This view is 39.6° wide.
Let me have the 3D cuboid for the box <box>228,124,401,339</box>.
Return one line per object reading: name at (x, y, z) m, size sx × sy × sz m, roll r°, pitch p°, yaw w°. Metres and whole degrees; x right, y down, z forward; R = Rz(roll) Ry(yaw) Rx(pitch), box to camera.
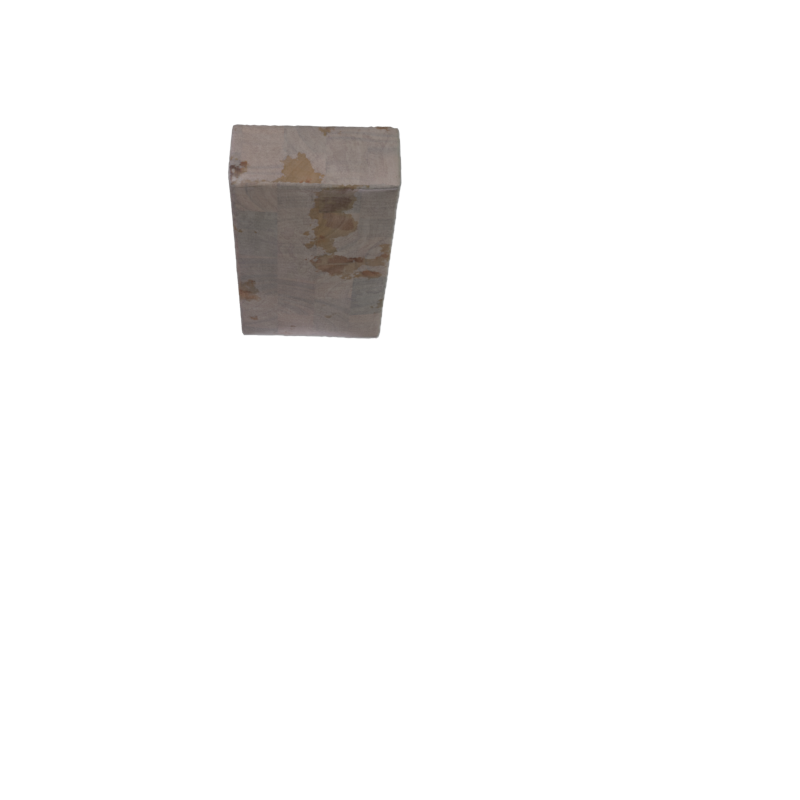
box at (-0.052, -0.094, 0.659) m, size 0.093 × 0.051 × 0.167 m, roll 2°, pitch -23°, yaw -3°
